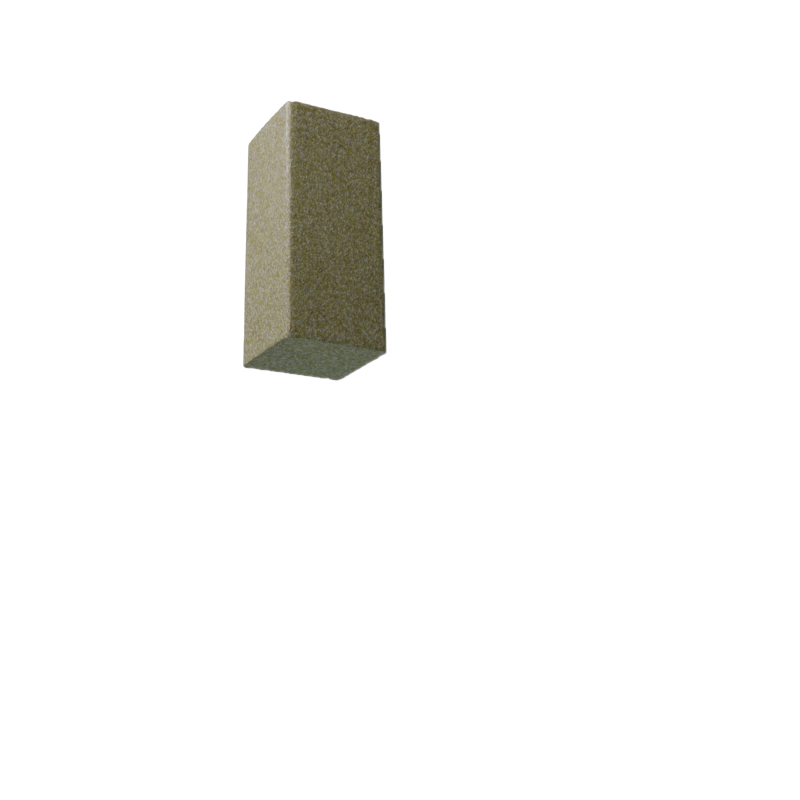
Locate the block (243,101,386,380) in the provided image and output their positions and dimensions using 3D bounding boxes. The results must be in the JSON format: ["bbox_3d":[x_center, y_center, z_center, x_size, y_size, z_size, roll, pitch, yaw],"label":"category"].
[{"bbox_3d":[-0.072,-0.132,0.926,0.087,0.217,0.089,10,-24,-27],"label":"block"}]
